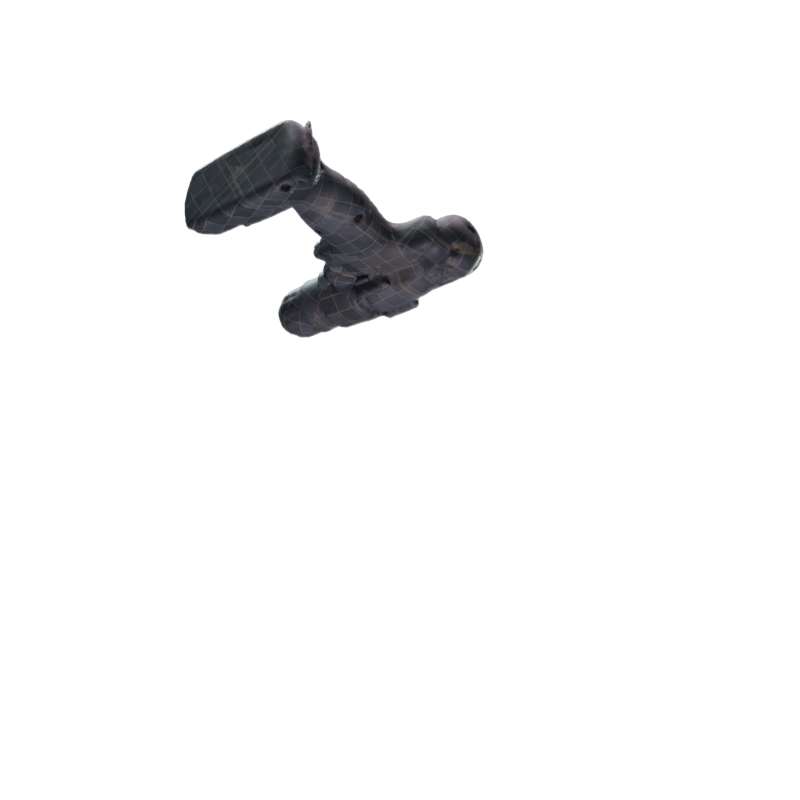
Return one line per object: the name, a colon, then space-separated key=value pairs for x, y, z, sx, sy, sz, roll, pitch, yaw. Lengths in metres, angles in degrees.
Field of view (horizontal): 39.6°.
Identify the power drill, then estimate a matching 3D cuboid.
power drill: x=-0.062 y=-0.114 z=0.797 sx=0.185 sy=0.061 sz=0.175 roll=-22 pitch=-36 yaw=34
